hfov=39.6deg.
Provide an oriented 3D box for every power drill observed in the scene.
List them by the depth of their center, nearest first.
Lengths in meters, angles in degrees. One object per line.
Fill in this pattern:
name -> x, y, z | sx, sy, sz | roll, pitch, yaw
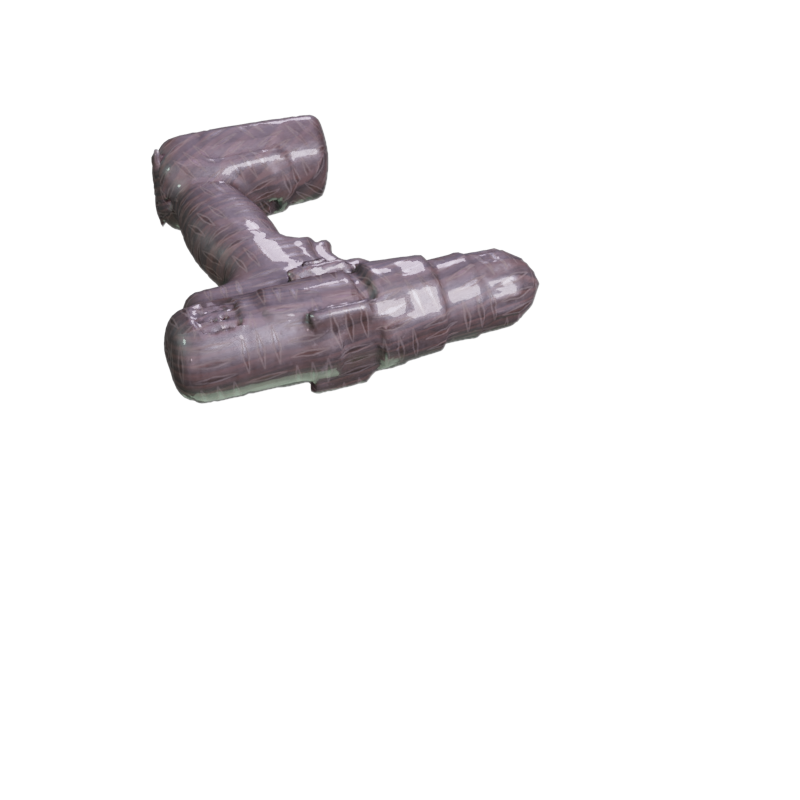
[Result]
power drill -> -0.045, -0.083, 0.581 | 0.182, 0.054, 0.203 | -13, 40, -16
